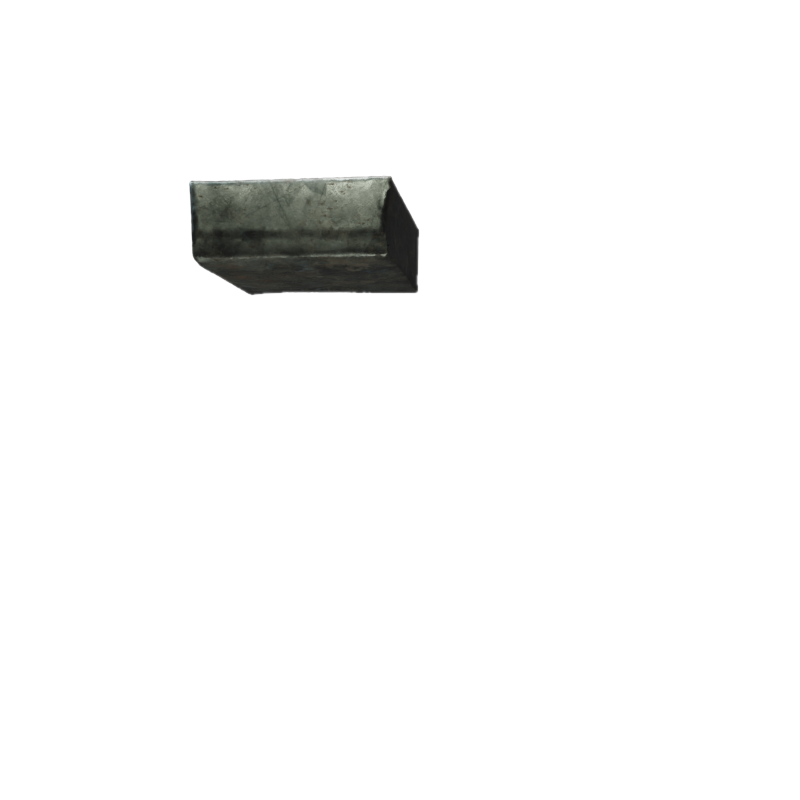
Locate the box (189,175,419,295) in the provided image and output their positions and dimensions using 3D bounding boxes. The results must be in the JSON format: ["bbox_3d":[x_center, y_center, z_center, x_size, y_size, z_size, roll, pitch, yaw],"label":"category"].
[{"bbox_3d":[-0.041,-0.074,0.521,0.091,0.039,0.110,0,-2,9],"label":"box"}]
